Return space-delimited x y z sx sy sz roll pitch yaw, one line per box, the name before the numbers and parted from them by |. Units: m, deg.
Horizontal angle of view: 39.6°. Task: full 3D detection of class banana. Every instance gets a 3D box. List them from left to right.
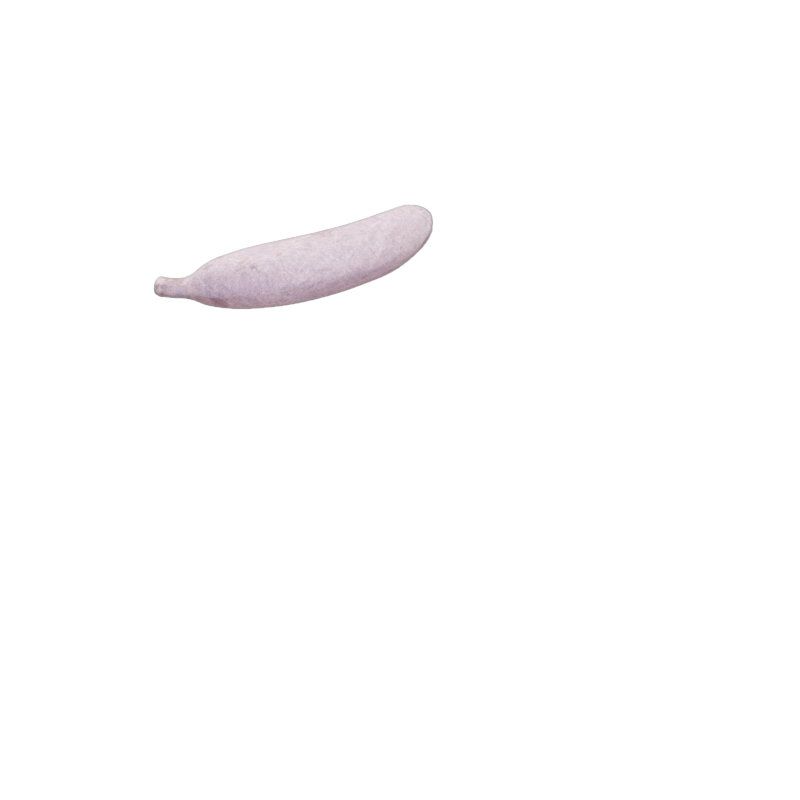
banana | -0.046 -0.089 0.667 0.194 0.035 0.075 -18 32 -30
